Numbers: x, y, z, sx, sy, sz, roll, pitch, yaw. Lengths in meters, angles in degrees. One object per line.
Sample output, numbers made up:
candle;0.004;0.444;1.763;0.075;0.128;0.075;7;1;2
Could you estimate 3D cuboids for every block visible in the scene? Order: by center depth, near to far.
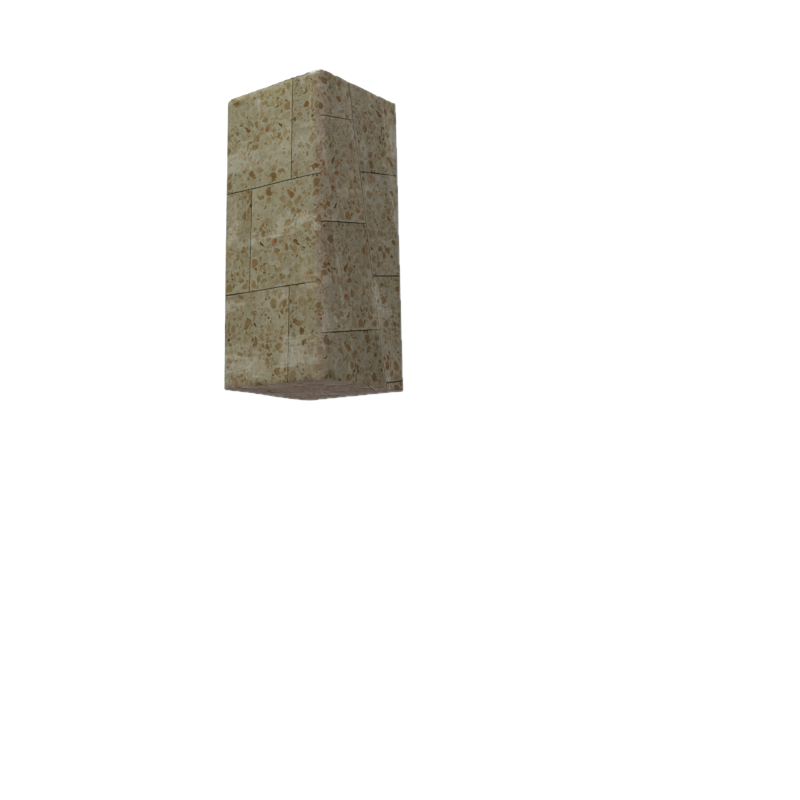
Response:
block;-0.061;-0.110;0.767;0.093;0.213;0.085;-11;-16;37
